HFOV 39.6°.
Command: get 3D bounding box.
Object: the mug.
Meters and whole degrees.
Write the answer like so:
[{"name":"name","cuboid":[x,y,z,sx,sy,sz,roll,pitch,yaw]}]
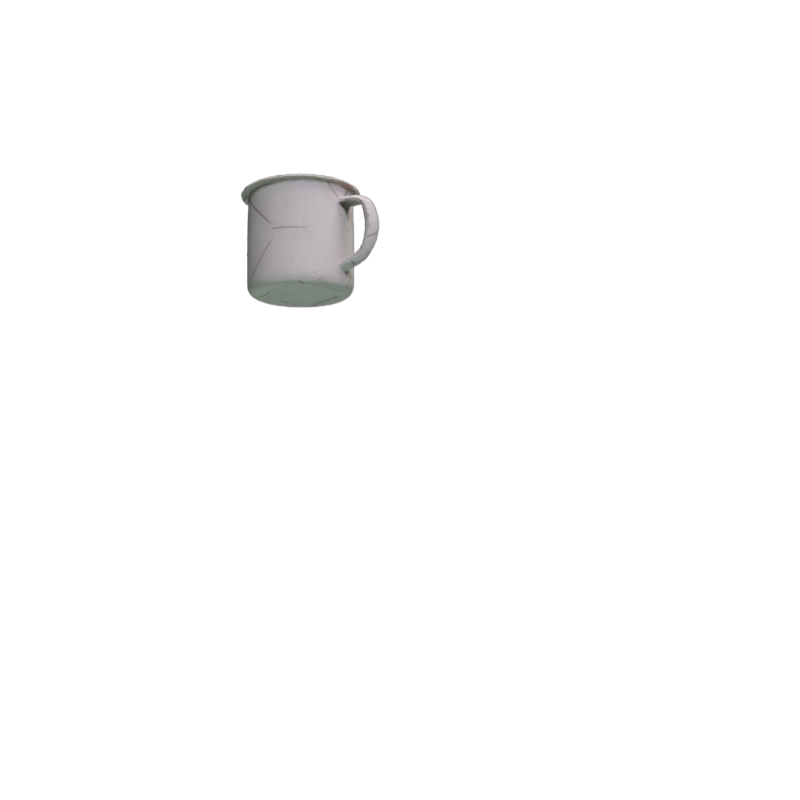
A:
[{"name":"mug","cuboid":[-0.066,-0.120,0.843,0.120,0.085,0.088,-9,-16,32]}]
